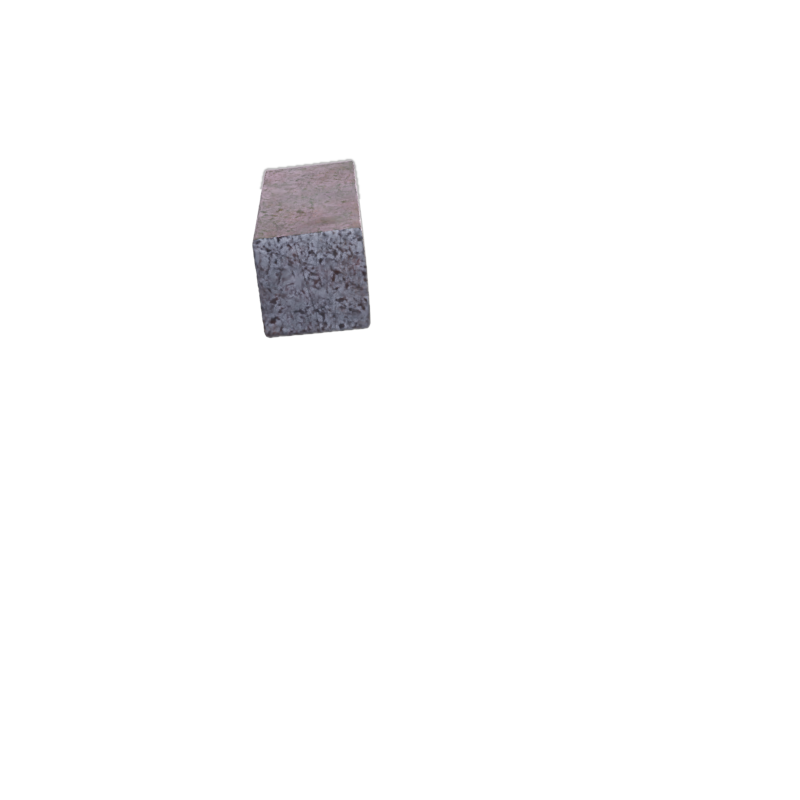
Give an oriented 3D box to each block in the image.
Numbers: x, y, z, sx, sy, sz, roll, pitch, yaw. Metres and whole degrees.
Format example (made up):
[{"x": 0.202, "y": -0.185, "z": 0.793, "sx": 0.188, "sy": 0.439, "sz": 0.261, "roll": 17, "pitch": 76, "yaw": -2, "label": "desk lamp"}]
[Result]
[{"x": -0.077, "y": -0.141, "z": 0.992, "sx": 0.091, "sy": 0.085, "sz": 0.217, "roll": -6, "pitch": 26, "yaw": -1, "label": "block"}]
